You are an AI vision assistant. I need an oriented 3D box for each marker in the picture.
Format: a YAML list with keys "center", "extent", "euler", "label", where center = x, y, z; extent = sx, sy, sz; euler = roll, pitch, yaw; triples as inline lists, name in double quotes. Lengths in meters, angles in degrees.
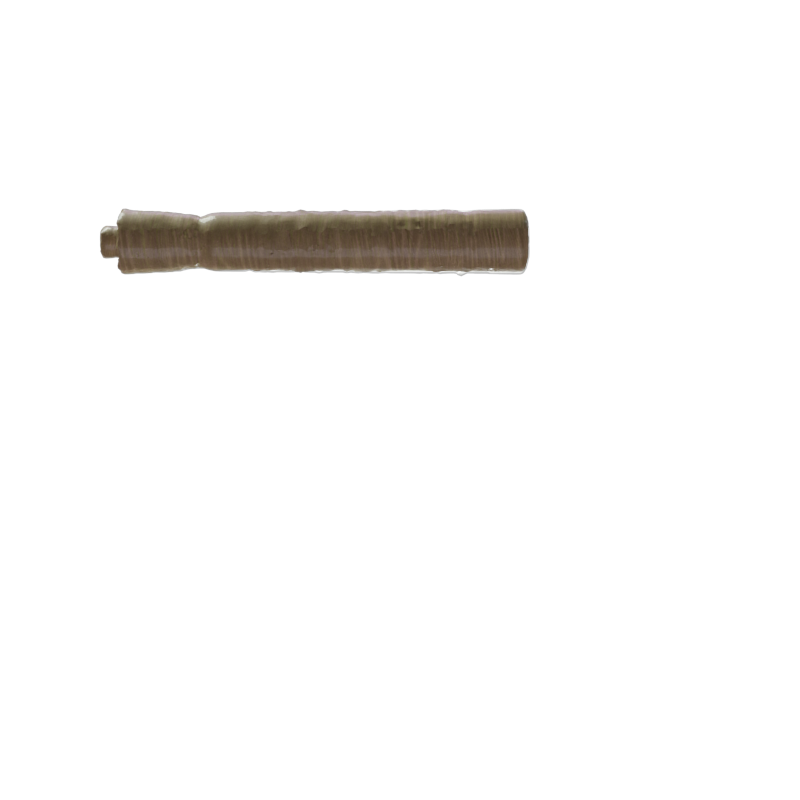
- center: [-0.025, -0.045, 0.318]
  extent: [0.121, 0.020, 0.020]
  euler: [0, 4, 0]
  label: "marker"
